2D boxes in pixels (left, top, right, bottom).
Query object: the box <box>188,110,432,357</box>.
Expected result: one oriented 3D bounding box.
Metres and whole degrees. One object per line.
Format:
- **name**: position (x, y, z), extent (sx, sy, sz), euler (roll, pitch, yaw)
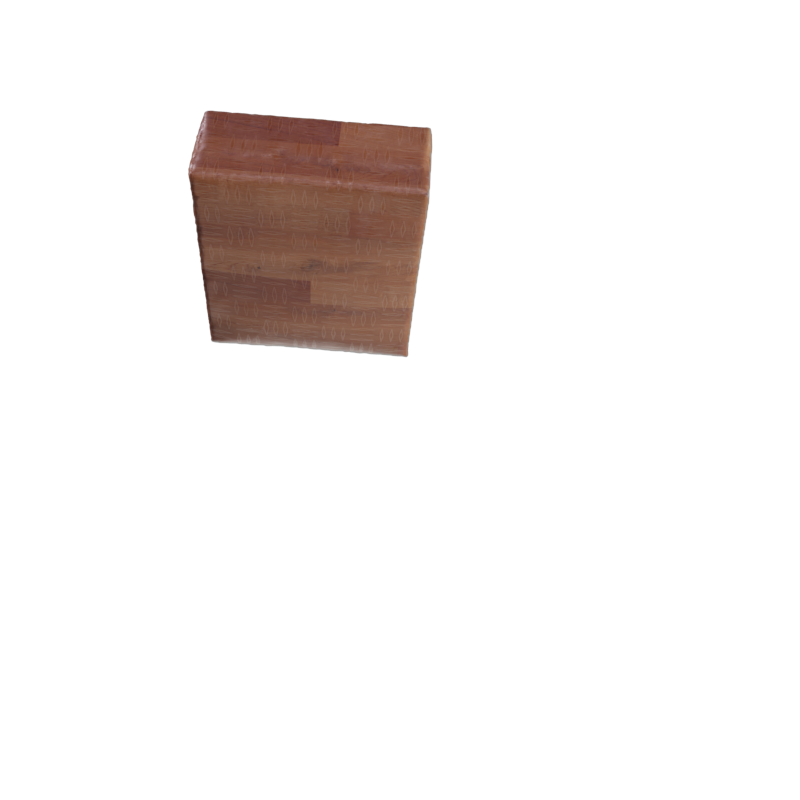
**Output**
- **box**: position (-0.066, -0.120, 0.838), extent (0.165, 0.076, 0.200), euler (6, -32, 1)
